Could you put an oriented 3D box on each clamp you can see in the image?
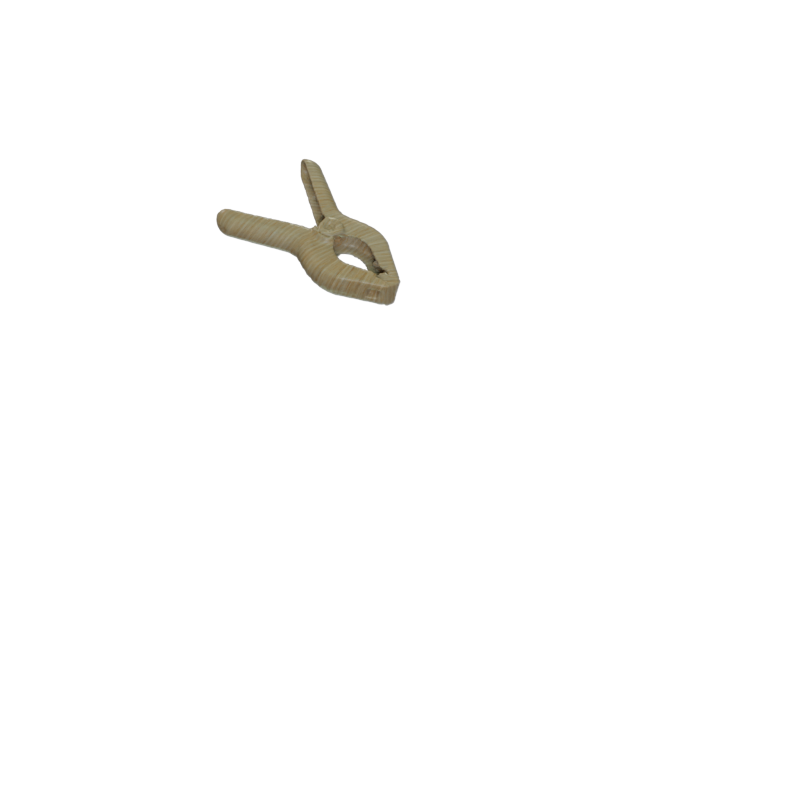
[{"bbox_3d":[-0.076,-0.139,0.975,0.120,0.183,0.037,-32,-31,-22],"label":"clamp"}]
